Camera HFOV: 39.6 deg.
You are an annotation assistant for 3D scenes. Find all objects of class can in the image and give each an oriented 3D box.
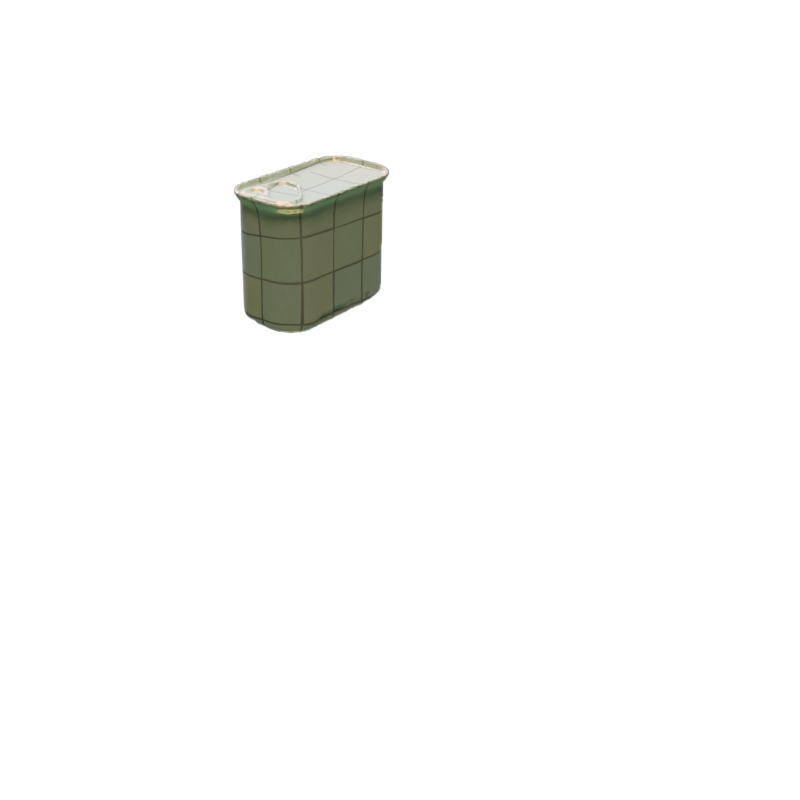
[{"bbox_3d":[-0.054,-0.099,0.693,0.061,0.080,0.101,19,31,34],"label":"can"}]
